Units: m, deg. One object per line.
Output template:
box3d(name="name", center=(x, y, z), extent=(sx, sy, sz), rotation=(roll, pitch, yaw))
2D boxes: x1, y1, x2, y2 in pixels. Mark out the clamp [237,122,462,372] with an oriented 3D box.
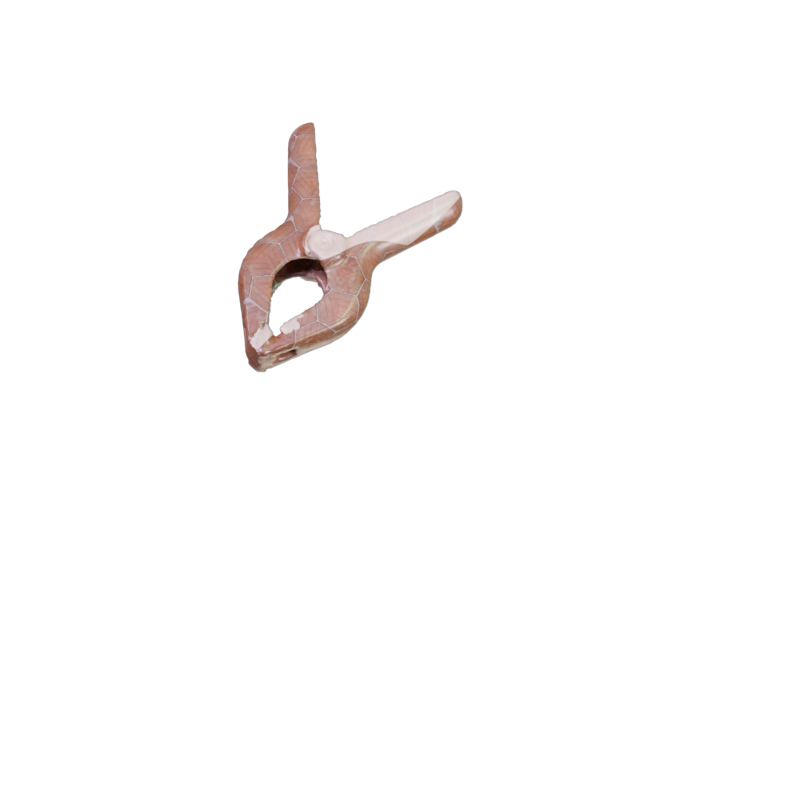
box3d(name="clamp", center=(-0.053, -0.097, 0.681), extent=(0.126, 0.175, 0.037), rotation=(30, -29, 19))
